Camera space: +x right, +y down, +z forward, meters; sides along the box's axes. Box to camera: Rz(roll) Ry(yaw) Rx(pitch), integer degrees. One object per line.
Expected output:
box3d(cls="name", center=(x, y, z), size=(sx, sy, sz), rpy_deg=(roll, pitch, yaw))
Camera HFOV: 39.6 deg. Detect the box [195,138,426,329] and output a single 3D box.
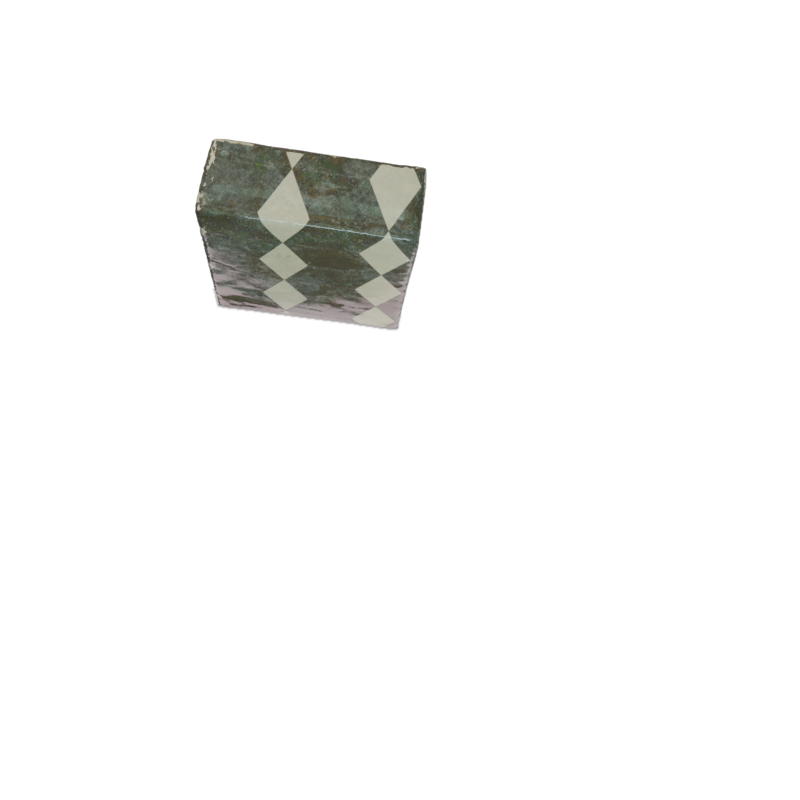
box3d(cls="box", center=(-0.070, -0.128, 0.897), size=(0.165, 0.075, 0.205), rpy_deg=(9, -16, 0))
